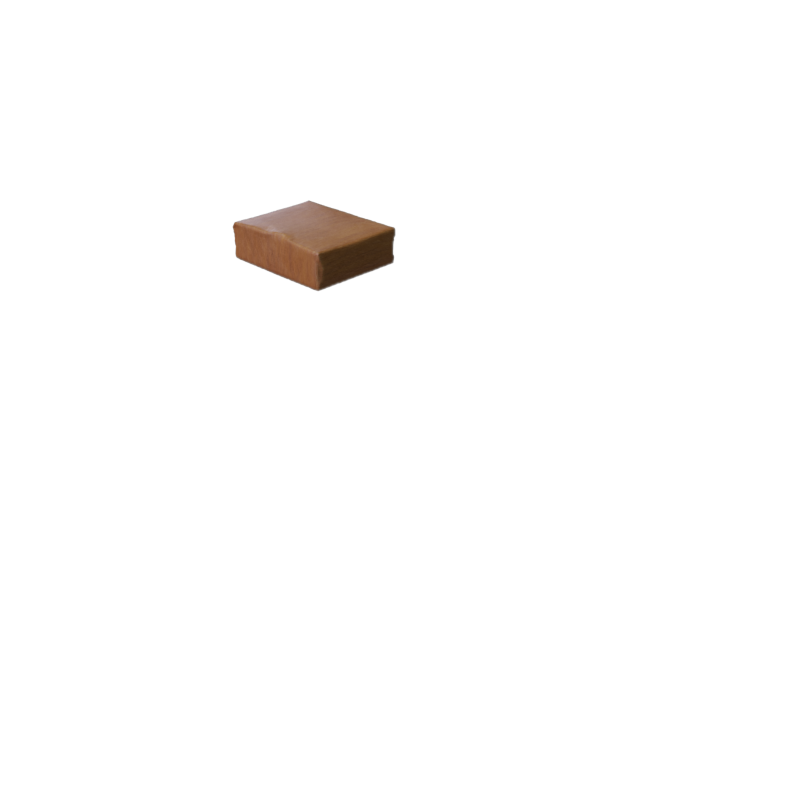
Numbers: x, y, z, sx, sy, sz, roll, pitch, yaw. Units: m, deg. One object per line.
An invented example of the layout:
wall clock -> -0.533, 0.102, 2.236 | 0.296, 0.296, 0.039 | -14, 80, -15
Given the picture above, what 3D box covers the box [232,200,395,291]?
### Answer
box -> -0.060, -0.109, 0.765 | 0.072, 0.029, 0.095 | -23, 35, -39
